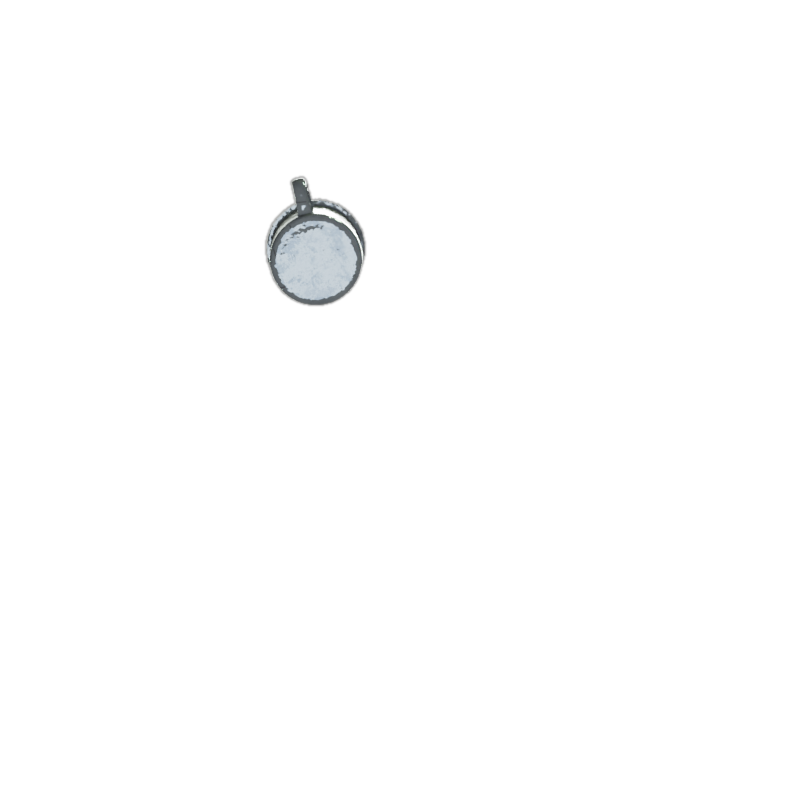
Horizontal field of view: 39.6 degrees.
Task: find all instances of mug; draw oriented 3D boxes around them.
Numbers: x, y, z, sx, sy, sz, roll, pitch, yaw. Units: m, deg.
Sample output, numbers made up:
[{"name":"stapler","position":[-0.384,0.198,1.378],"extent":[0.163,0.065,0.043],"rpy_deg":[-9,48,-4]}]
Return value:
[{"name":"mug","position":[-0.078,-0.142,0.997],"extent":[0.093,0.115,0.083],"rpy_deg":[-10,10,0]}]
